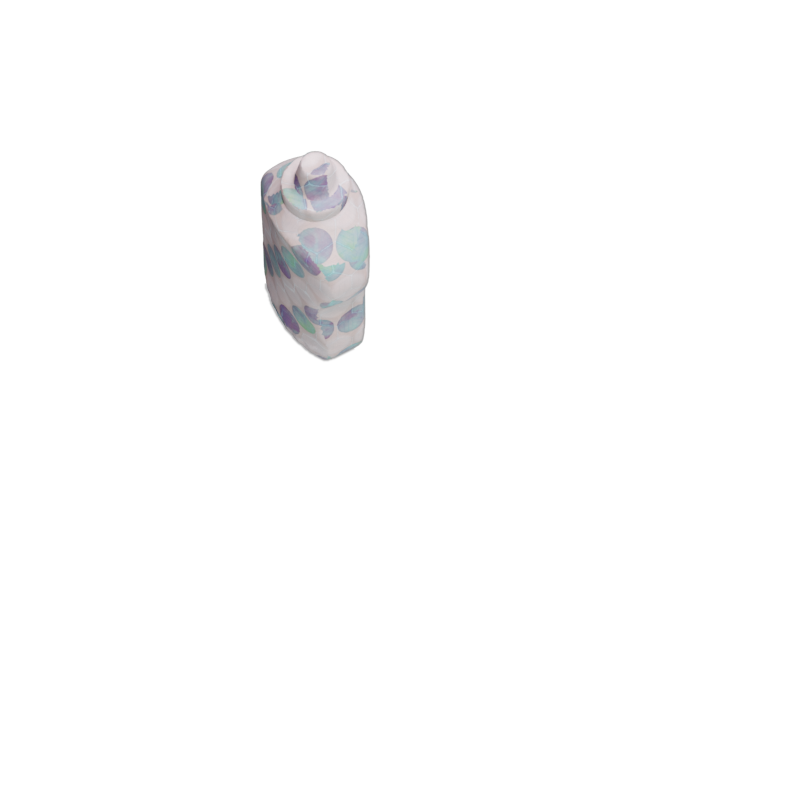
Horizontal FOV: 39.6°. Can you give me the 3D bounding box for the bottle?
[{"bbox_3d":[-0.055,-0.102,0.714,0.058,0.101,0.182,-24,-18,-13],"label":"bottle"}]
